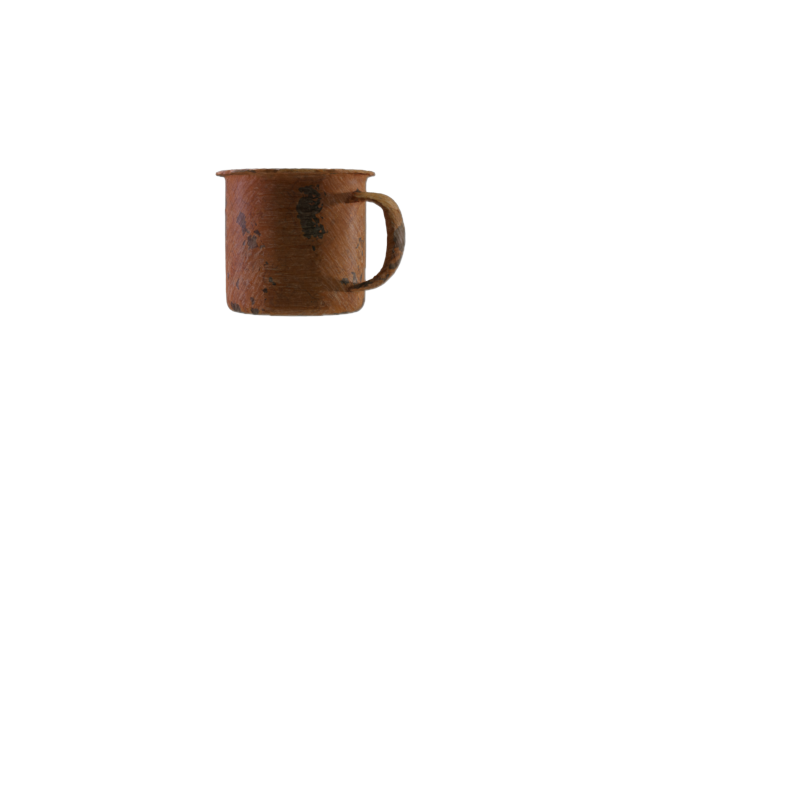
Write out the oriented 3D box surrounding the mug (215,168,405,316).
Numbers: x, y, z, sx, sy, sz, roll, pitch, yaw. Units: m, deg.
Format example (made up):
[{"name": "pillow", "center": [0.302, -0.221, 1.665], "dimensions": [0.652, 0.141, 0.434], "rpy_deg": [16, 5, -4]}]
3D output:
[{"name": "mug", "center": [-0.050, -0.091, 0.639], "dimensions": [0.121, 0.081, 0.091], "rpy_deg": [4, 7, 28]}]
